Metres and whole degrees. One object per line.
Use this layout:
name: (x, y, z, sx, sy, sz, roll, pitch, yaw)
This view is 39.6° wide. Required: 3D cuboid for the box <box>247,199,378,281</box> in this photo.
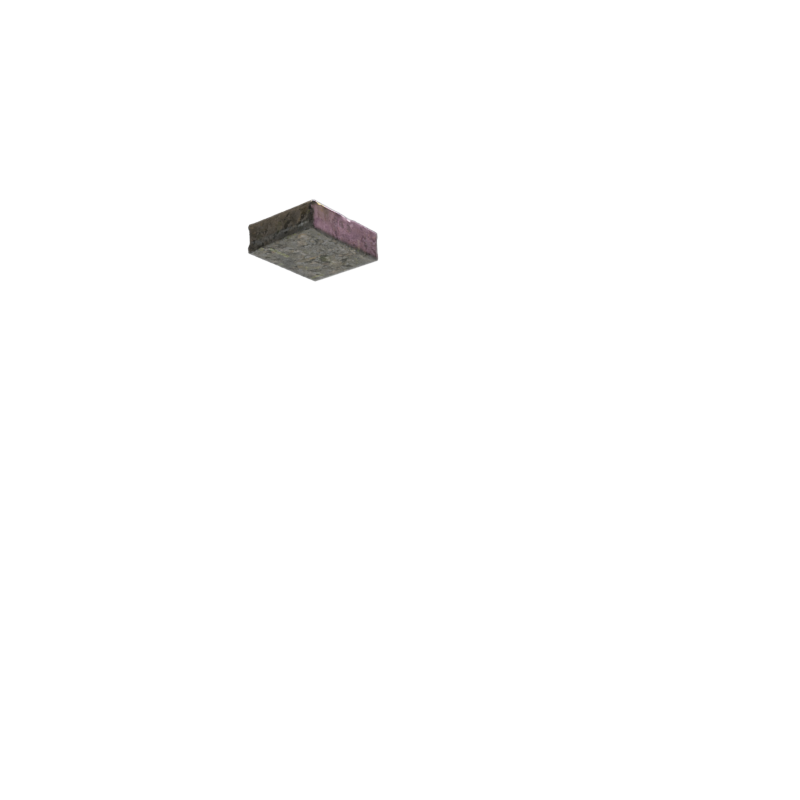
box: (-0.074, -0.135, 0.942, 0.074, 0.032, 0.084, -15, -24, 37)
